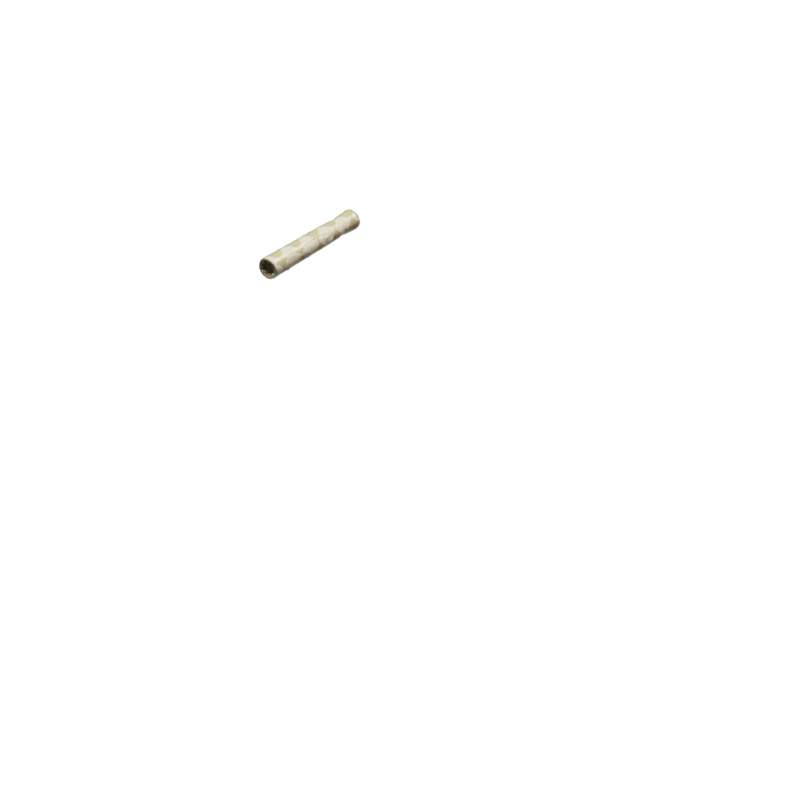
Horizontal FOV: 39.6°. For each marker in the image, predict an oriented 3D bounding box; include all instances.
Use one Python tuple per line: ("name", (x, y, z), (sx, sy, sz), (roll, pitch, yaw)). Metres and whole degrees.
("marker", (-0.073, -0.133, 0.931), (0.021, 0.019, 0.122), (3, 28, 37))
